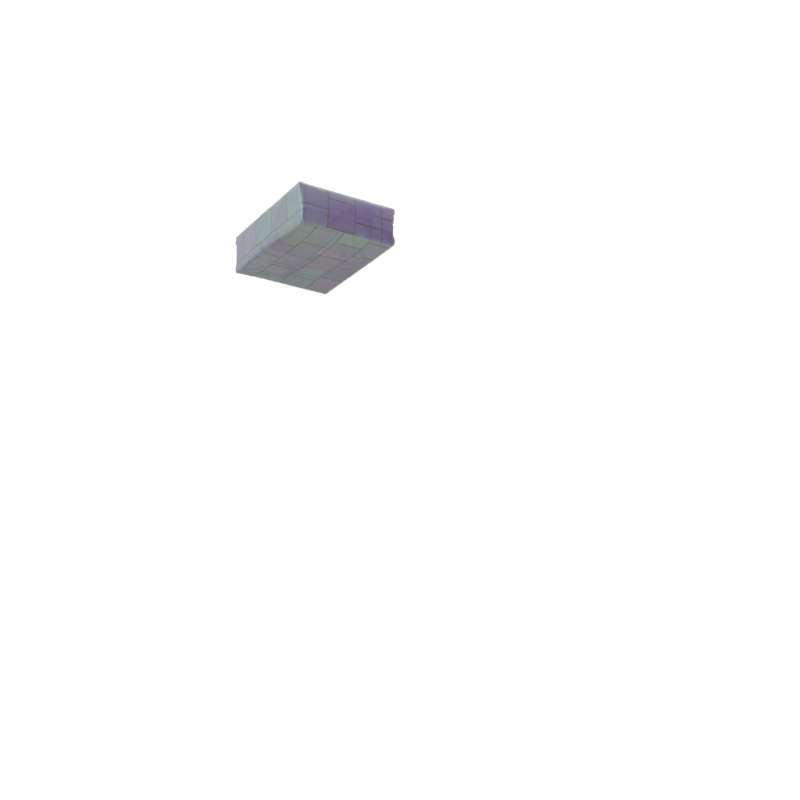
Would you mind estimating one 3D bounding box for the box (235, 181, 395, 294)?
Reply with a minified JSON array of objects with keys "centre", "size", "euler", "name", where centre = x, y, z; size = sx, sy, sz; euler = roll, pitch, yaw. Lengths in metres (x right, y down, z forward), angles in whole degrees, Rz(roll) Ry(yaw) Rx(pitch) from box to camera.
[{"centre":[-0.071,-0.130,0.907],"size":[0.086,0.041,0.113],"euler":[12,-22,-31],"name":"box"}]
